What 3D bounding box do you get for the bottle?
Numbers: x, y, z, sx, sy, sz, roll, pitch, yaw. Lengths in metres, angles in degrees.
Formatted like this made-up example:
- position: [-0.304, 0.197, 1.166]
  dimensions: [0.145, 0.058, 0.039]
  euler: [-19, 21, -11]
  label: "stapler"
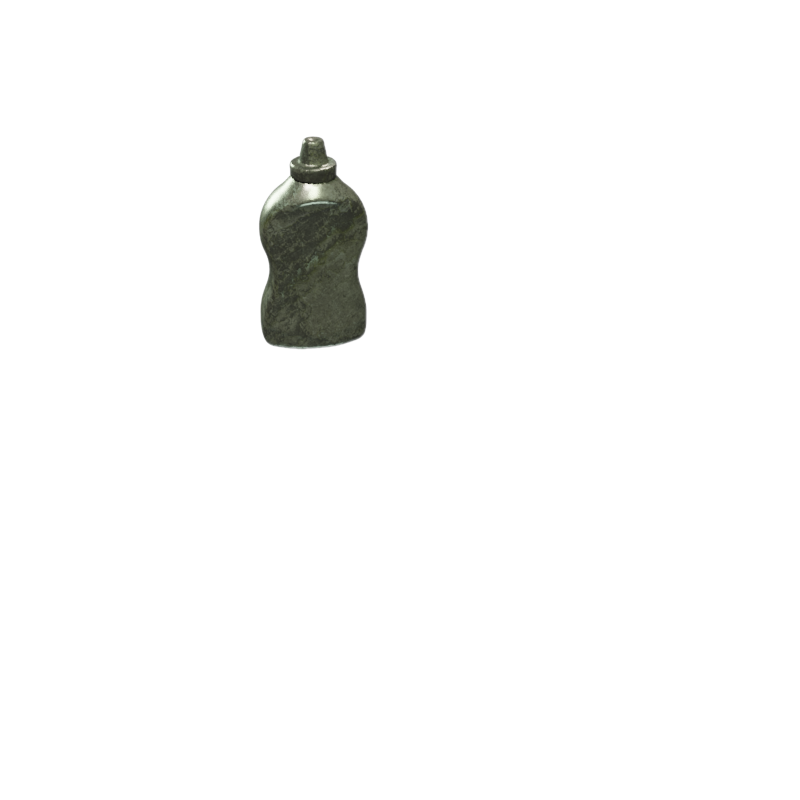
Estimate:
- position: [-0.077, -0.141, 0.987]
  dimensions: [0.095, 0.181, 0.062]
  euler: [-3, 27, -9]
  label: "bottle"
